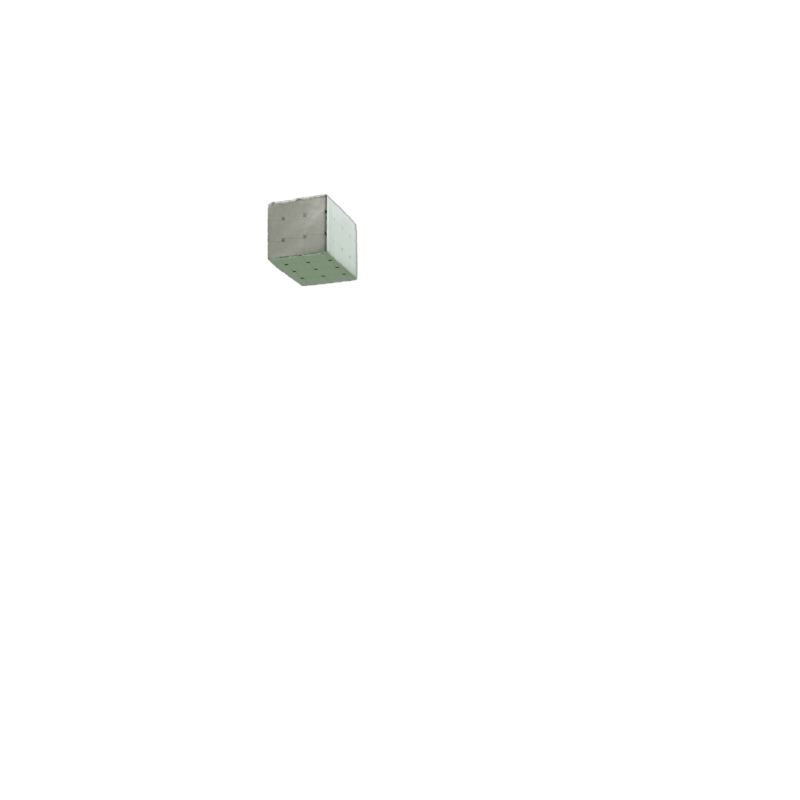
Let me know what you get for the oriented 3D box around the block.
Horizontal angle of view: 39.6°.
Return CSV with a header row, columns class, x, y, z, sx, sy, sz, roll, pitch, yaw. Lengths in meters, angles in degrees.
class,x,y,z,sx,sy,sz,roll,pitch,yaw
block,-0.072,-0.131,0.919,0.054,0.053,0.073,-6,-15,17
